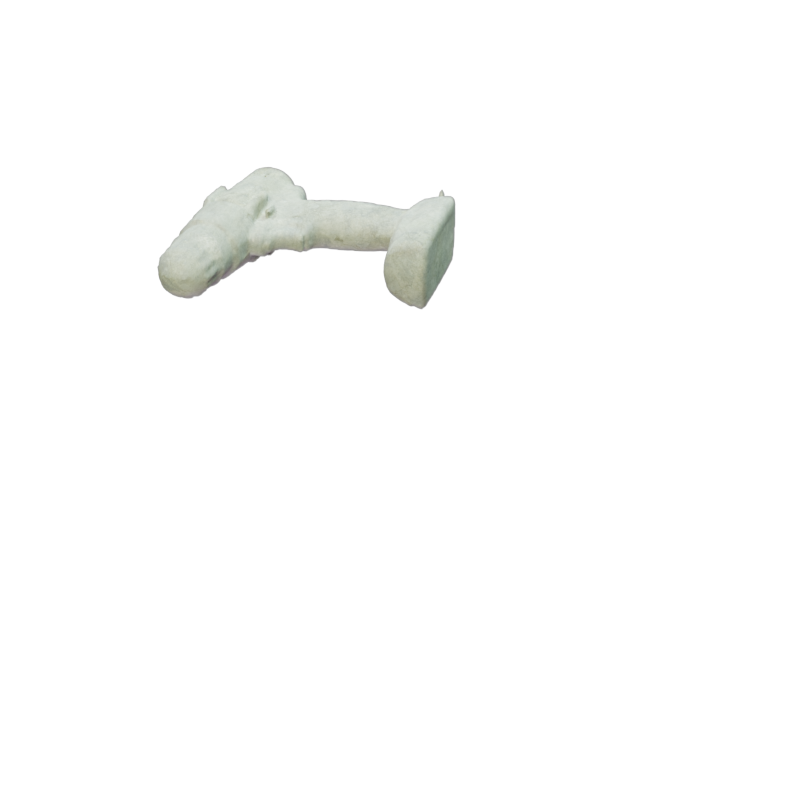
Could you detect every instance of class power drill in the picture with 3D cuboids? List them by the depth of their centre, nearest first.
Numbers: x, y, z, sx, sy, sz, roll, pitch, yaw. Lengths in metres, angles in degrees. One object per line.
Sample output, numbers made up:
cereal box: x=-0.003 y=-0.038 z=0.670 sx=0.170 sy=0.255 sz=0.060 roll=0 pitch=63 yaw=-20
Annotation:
power drill: x=-0.063 y=-0.115 z=0.809 sx=0.193 sy=0.054 sz=0.191 roll=10 pitch=34 yaw=16
